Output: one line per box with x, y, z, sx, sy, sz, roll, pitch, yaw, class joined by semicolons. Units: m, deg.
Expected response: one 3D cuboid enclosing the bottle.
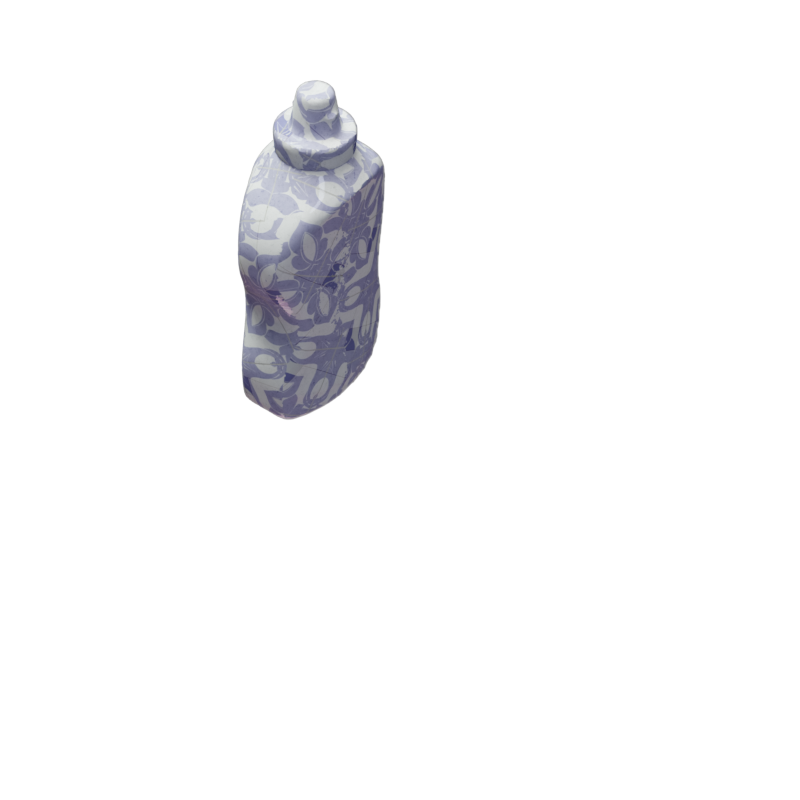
-0.045;-0.083;0.583;0.061;0.179;0.098;28;50;22;bottle
